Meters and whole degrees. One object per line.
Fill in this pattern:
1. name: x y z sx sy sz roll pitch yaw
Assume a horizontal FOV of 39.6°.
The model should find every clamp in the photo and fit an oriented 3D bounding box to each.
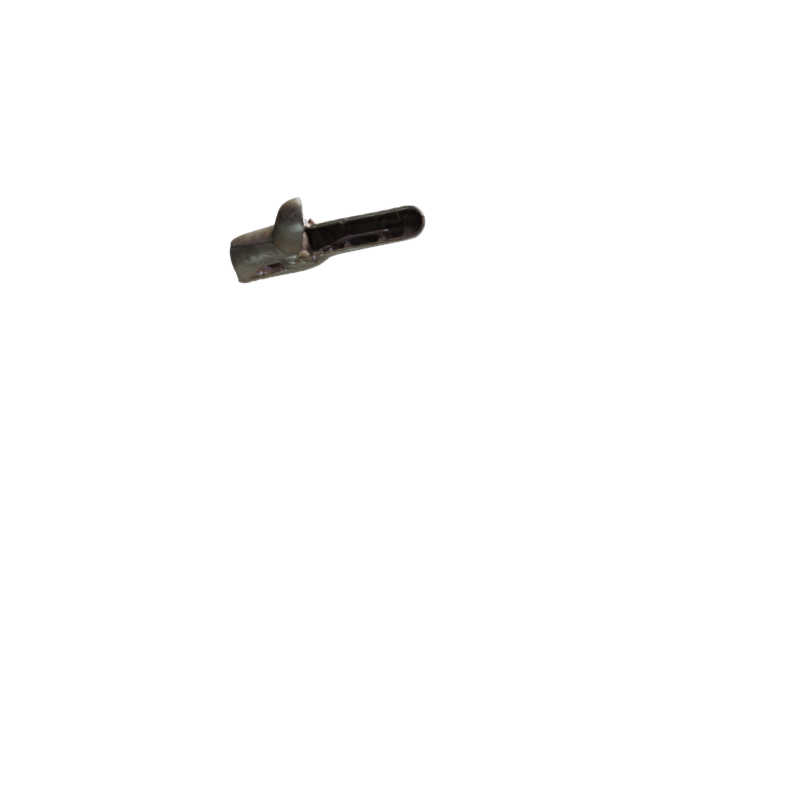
1. clamp: -0.065 -0.119 0.831 0.116 0.040 0.174 3 -6 -29
